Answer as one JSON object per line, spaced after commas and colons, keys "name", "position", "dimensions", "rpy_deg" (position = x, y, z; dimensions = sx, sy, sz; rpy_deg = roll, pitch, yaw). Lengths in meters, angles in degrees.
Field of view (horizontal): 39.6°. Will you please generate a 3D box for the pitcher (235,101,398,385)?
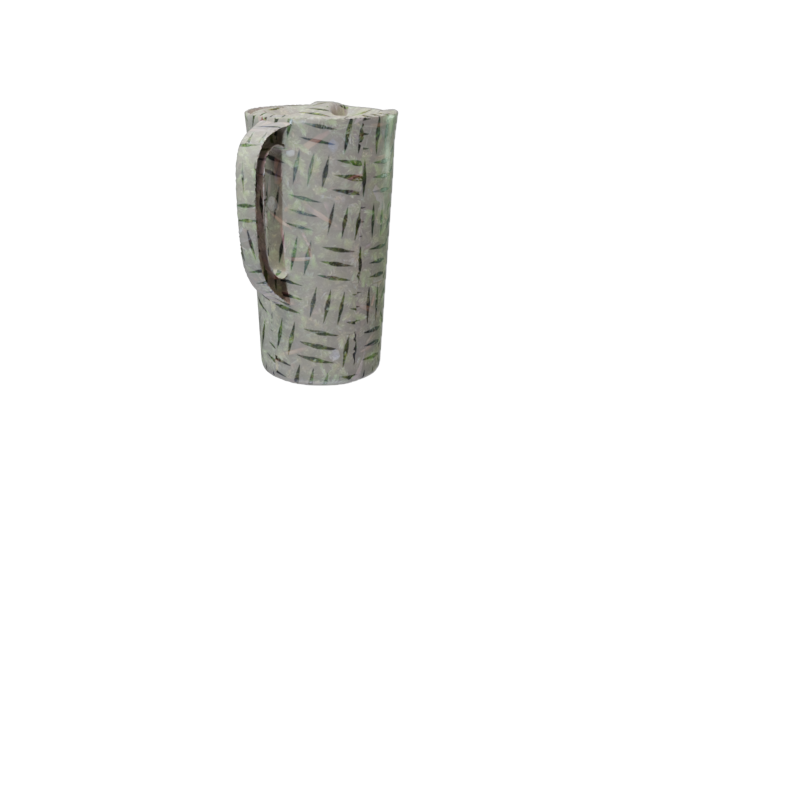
{"name": "pitcher", "position": [-0.076, -0.139, 0.976], "dimensions": [0.147, 0.236, 0.152], "rpy_deg": [-2, 14, -12]}
